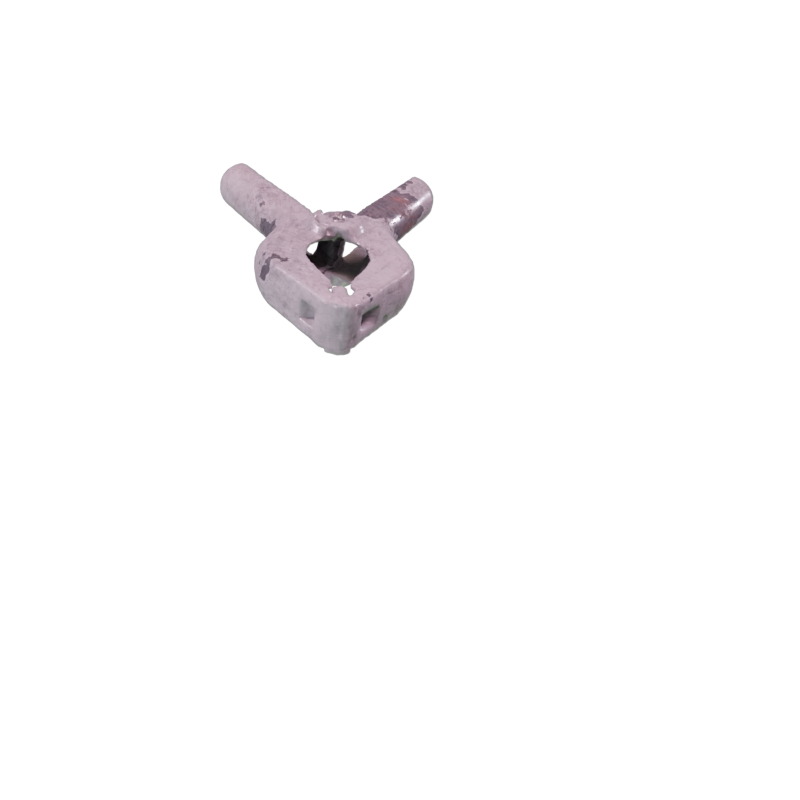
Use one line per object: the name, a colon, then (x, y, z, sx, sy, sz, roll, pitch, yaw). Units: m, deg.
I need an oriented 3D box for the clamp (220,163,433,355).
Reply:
clamp: (-0.045, -0.082, 0.573, 0.121, 0.037, 0.180, 2, 30, 4)
